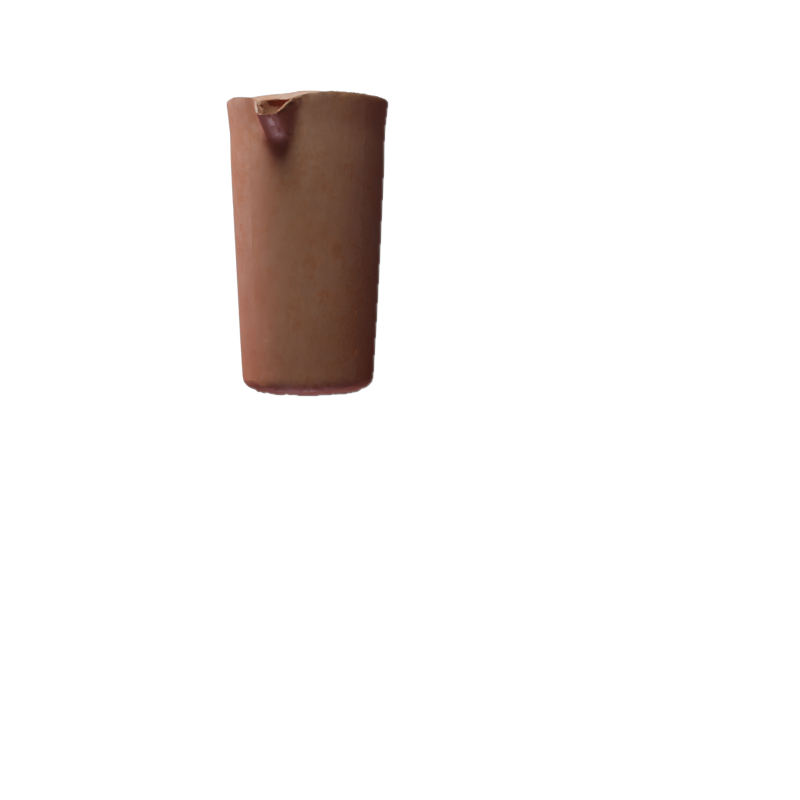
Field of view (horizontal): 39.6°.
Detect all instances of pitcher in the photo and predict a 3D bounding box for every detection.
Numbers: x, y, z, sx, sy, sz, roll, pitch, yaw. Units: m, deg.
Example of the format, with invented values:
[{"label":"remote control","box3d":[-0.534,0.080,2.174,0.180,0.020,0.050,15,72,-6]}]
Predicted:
[{"label":"pitcher","box3d":[-0.072,-0.132,0.922,0.145,0.243,0.150,-1,1,-27]}]
